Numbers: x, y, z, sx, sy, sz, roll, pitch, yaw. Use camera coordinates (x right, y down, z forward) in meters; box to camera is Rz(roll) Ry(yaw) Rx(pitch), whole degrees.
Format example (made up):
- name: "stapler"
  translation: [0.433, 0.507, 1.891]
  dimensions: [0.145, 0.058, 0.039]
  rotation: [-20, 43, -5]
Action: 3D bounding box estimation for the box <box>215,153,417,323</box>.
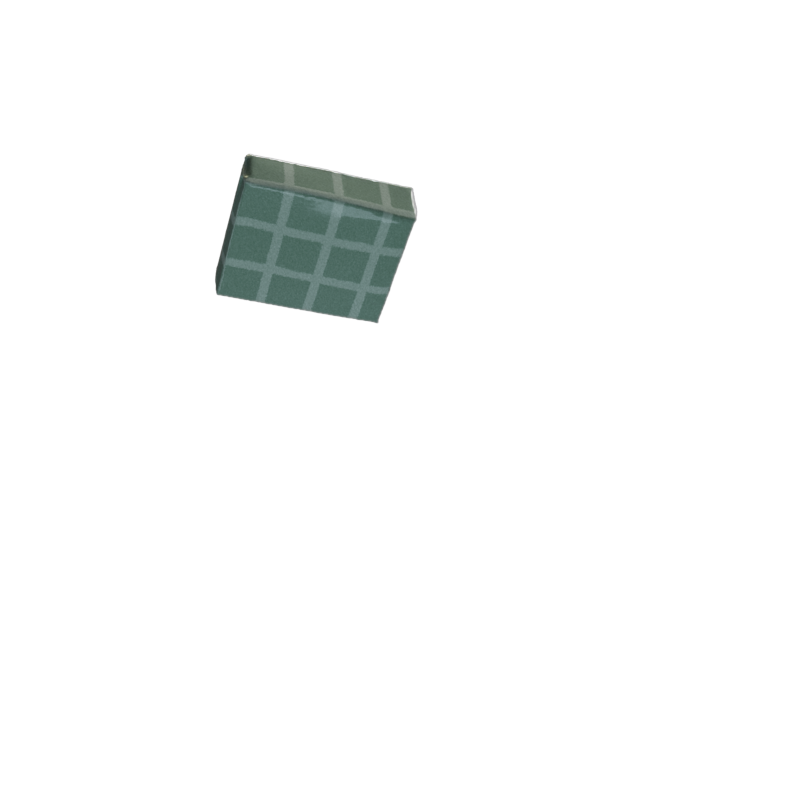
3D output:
- name: "box"
  translation: [-0.056, -0.101, 0.710]
  dimensions: [0.112, 0.085, 0.042]
  rotation: [12, 37, -10]
